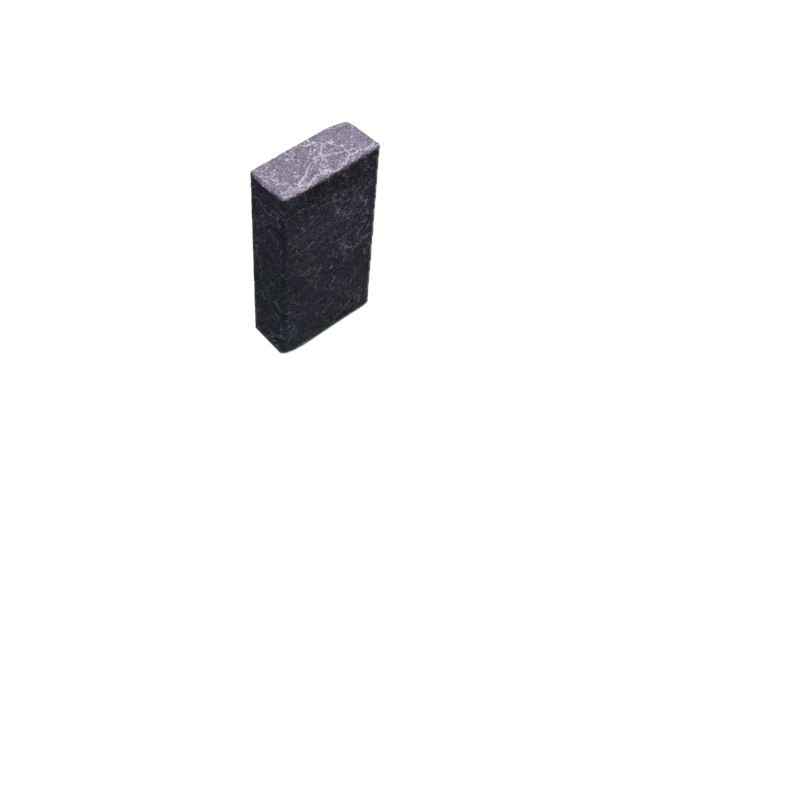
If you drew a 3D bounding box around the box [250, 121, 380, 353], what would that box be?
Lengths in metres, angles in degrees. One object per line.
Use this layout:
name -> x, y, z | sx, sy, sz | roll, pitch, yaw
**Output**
box -> -0.066, -0.121, 0.844 | 0.094, 0.164, 0.051 | -34, 59, -28
